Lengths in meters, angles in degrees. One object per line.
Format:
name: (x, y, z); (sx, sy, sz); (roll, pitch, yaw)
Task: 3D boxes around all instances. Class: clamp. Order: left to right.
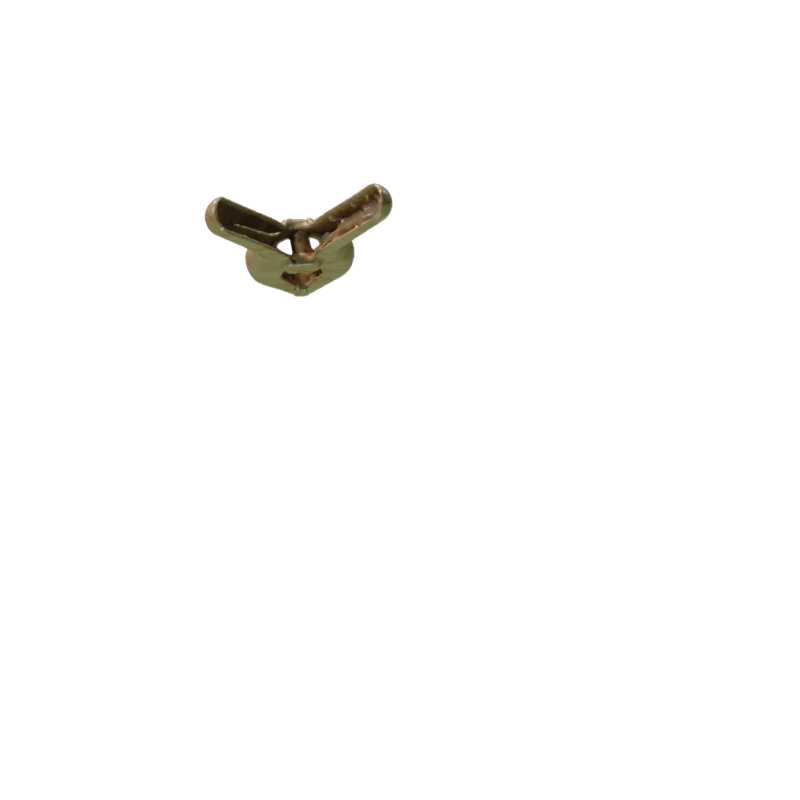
clamp: (-0.061, -0.111, 0.778); (0.121, 0.040, 0.165); (-1, -9, 5)
